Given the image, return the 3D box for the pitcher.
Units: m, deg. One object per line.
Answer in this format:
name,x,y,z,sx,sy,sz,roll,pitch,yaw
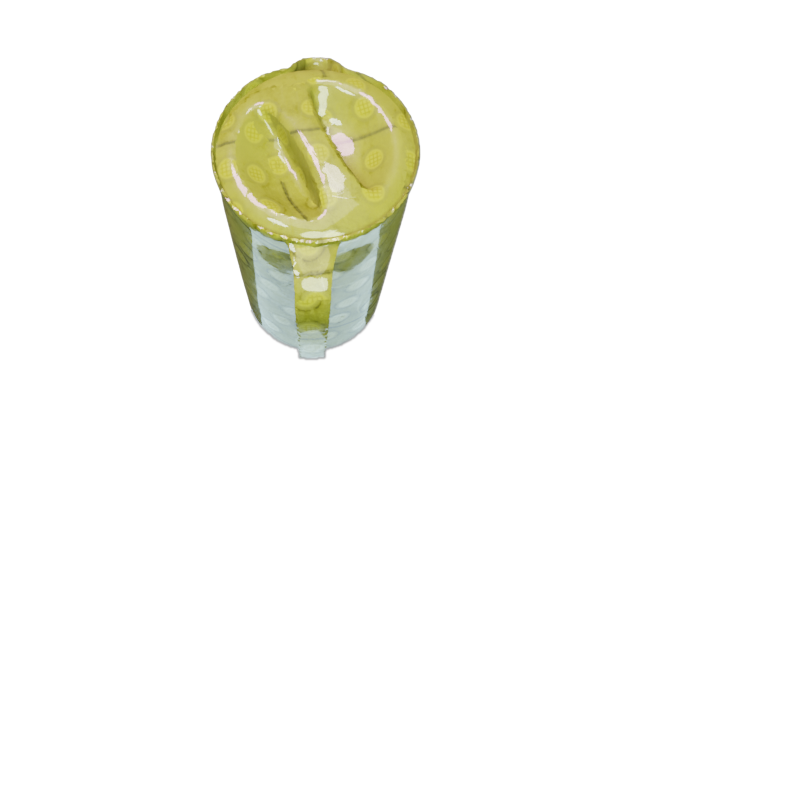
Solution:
pitcher,-0.063,-0.115,0.802,0.151,0.151,0.231,42,-17,12
